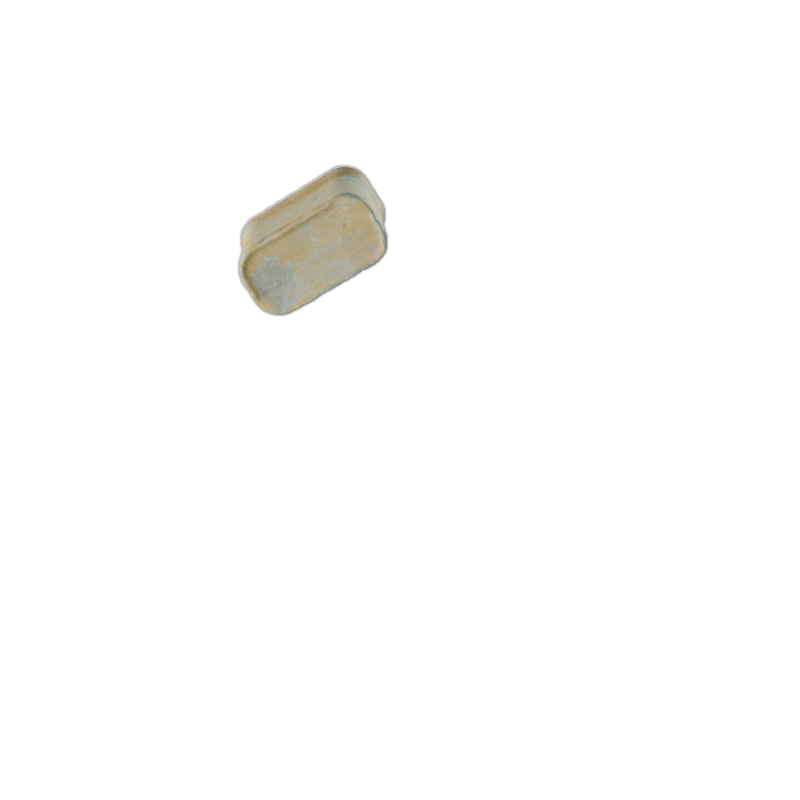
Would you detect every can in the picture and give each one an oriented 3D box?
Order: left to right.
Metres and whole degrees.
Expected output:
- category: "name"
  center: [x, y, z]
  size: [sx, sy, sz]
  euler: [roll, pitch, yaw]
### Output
- category: "can"
  center: [-0.058, -0.106, 0.744]
  size: [0.102, 0.055, 0.087]
  euler: [-30, 18, 7]
